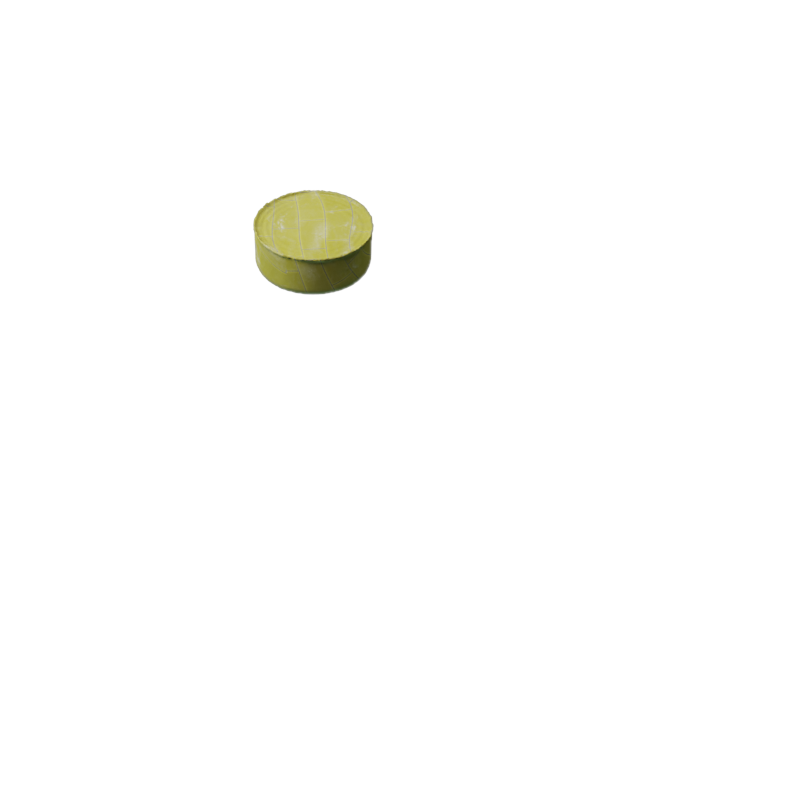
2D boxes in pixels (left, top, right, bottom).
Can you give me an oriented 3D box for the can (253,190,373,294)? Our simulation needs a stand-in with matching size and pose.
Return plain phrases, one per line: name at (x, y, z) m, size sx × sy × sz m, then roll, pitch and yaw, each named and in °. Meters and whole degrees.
can at (-0.063, -0.114, 0.799) m, size 0.086 × 0.031 × 0.092 m, roll -1°, pitch 41°, yaw -2°
